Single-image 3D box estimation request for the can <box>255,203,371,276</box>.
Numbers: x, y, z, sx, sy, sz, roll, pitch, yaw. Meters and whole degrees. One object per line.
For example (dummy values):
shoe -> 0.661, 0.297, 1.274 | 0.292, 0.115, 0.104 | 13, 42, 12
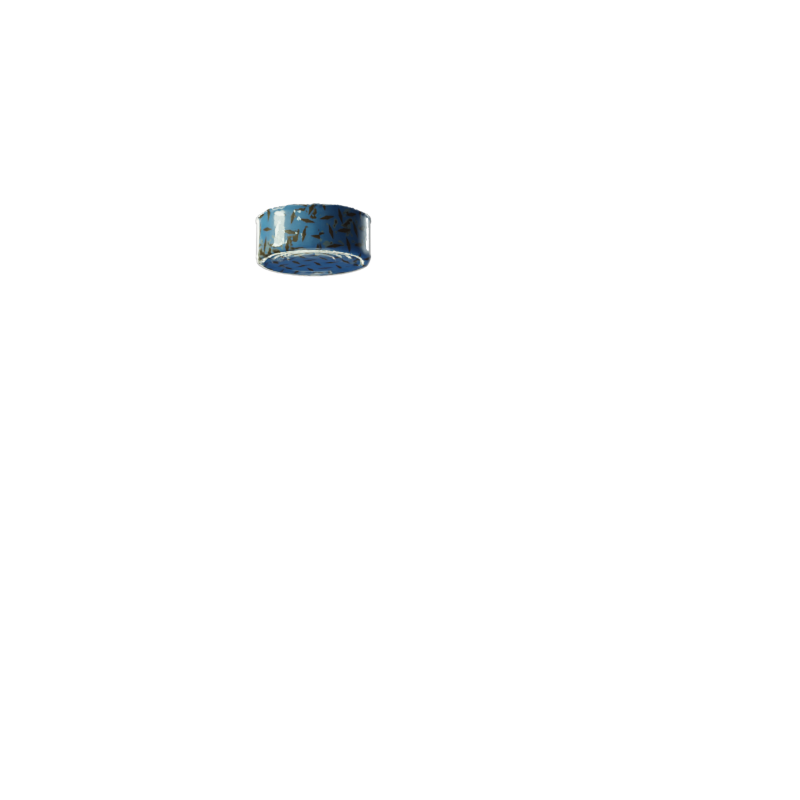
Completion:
can -> -0.064, -0.116, 0.816 | 0.086, 0.035, 0.084 | 0, -8, -2
